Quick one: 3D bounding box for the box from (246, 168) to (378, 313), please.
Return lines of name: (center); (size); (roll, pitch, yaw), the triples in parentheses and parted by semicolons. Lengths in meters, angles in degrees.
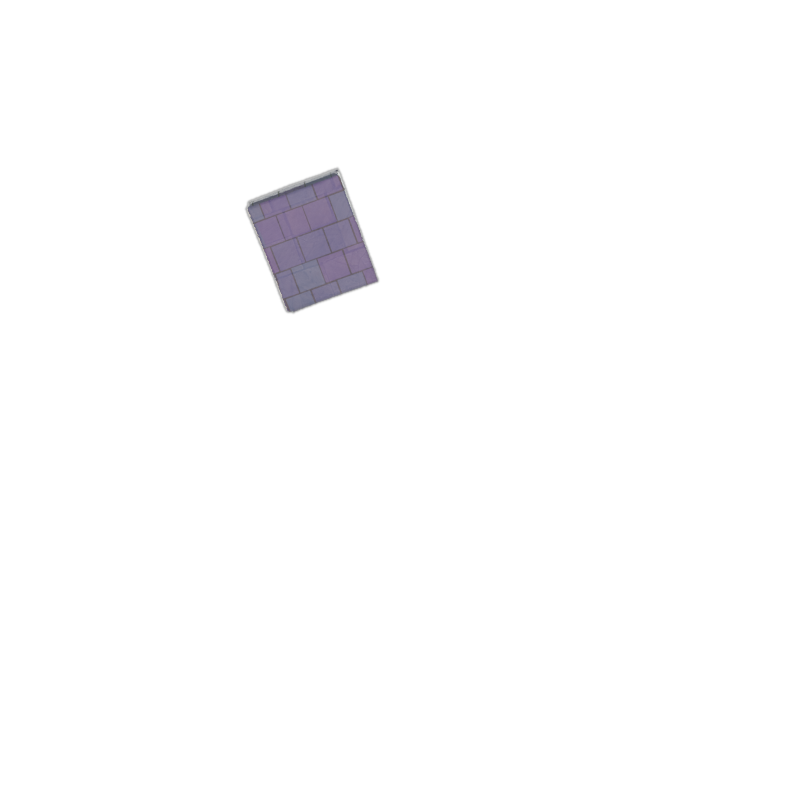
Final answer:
box: (-0.065, -0.118, 0.828); (0.073, 0.086, 0.031); (-20, 13, 4)
